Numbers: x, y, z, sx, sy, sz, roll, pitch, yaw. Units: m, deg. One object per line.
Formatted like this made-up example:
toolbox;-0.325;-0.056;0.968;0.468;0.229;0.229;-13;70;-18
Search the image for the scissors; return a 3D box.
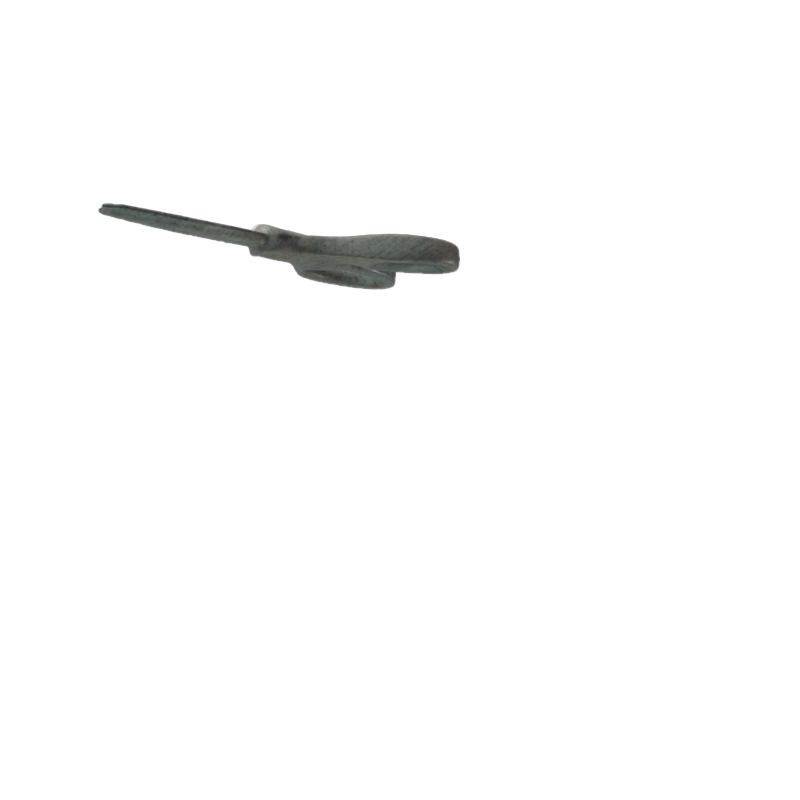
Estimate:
scissors;-0.041;-0.075;0.527;0.099;0.016;0.192;-2;-5;26
